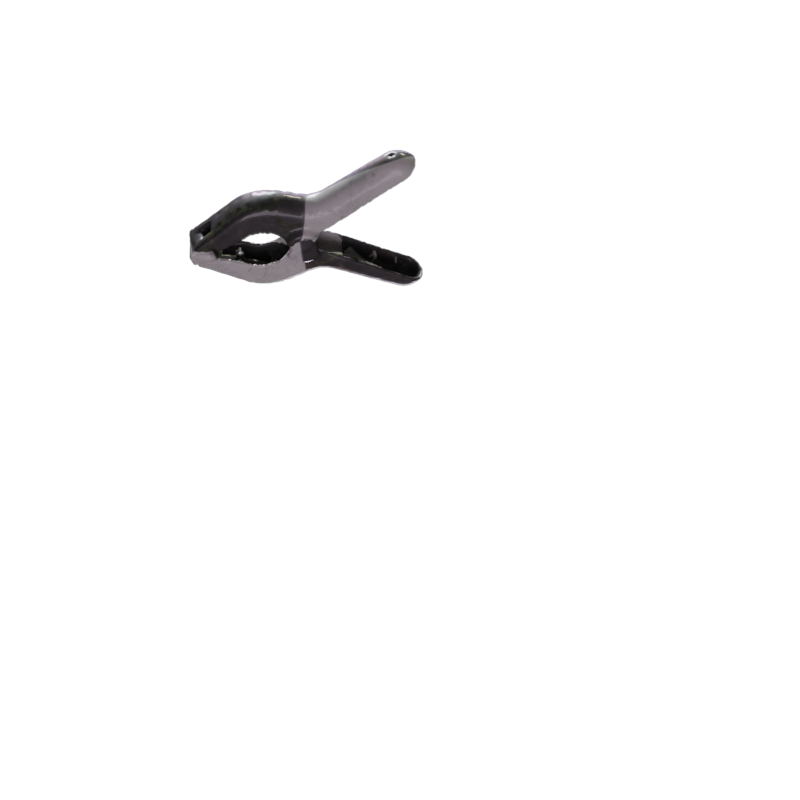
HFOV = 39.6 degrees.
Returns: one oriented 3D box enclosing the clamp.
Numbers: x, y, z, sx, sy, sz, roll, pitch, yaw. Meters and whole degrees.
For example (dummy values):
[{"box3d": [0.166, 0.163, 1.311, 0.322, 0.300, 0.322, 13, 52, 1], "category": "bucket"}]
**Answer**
[{"box3d": [-0.062, -0.114, 0.798, 0.173, 0.111, 0.042, -11, 40, 9], "category": "clamp"}]
